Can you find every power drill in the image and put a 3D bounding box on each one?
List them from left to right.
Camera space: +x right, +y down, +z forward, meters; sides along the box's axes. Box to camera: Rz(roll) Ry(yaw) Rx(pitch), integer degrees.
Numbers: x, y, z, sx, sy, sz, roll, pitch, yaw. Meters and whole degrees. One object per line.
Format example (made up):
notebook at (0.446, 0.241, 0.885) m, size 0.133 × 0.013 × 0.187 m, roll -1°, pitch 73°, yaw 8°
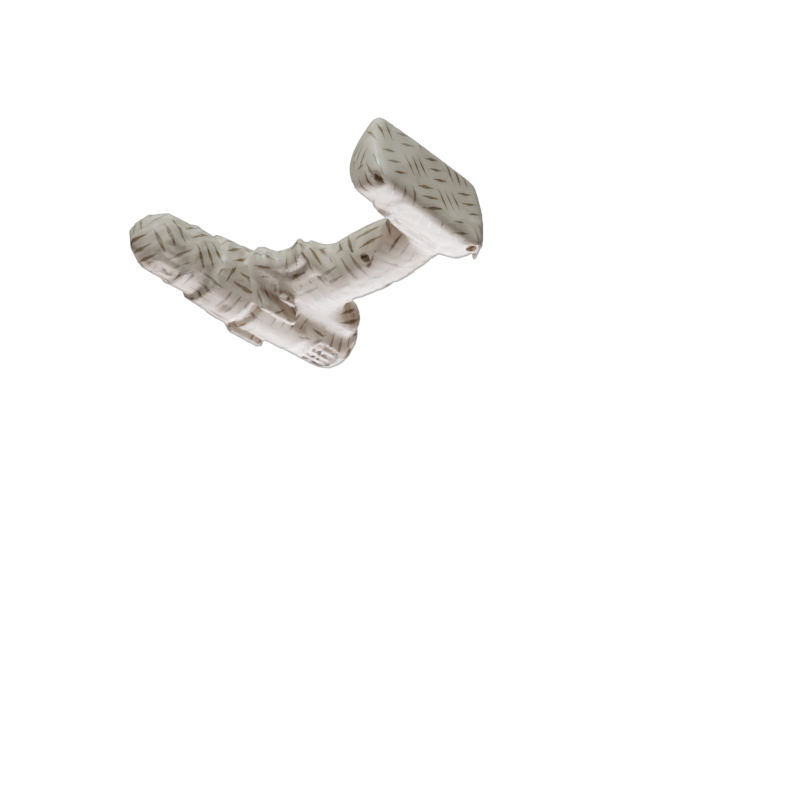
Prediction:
power drill at (-0.056, -0.102, 0.718) m, size 0.173 × 0.061 × 0.187 m, roll 29°, pitch -44°, yaw -36°
